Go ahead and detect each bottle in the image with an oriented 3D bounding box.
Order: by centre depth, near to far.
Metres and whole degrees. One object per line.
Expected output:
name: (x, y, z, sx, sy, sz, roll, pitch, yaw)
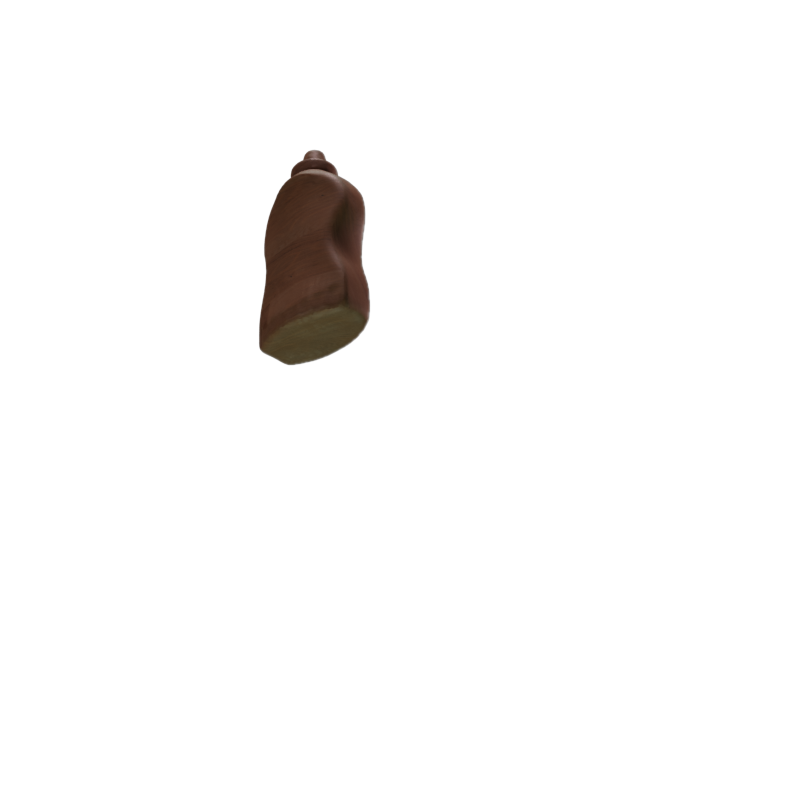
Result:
bottle: (-0.071, -0.129, 0.908, 0.096, 0.205, 0.055, -30, -43, 34)
